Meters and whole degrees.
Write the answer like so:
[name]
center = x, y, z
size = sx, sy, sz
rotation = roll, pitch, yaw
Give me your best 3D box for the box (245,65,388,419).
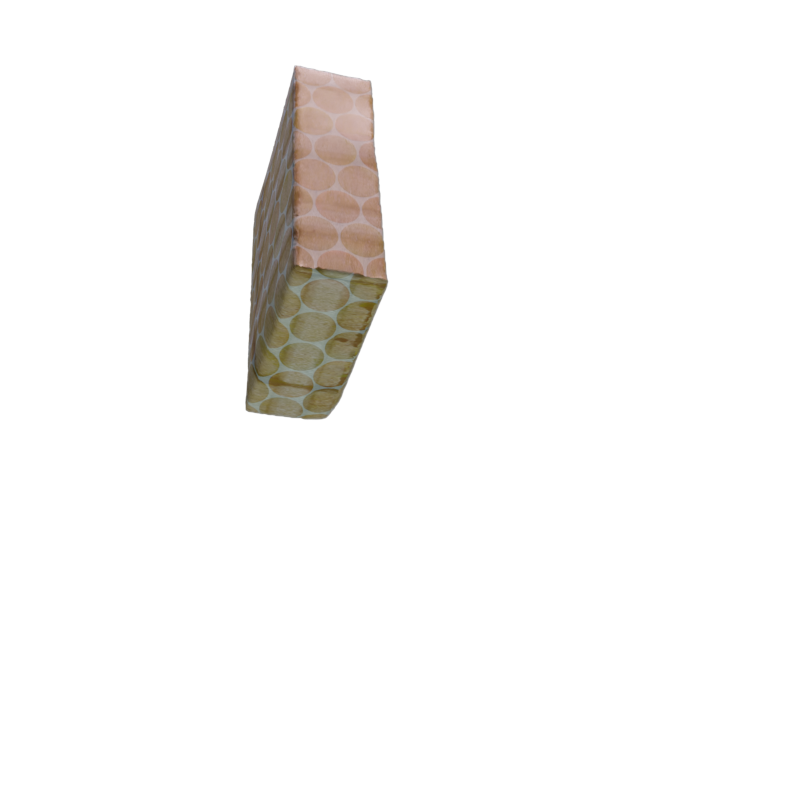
[box]
center = -0.065, -0.119, 0.832
size = 0.070, 0.230, 0.156
rotation = 9, -42, -14
